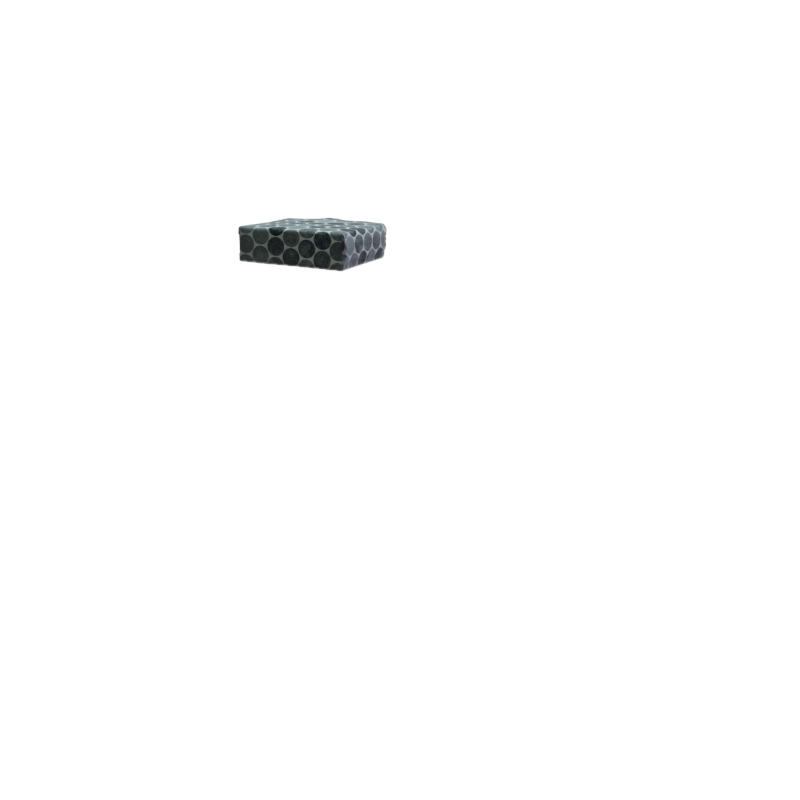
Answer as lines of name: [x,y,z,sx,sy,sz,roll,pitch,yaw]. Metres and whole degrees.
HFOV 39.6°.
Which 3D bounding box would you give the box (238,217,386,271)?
box: [-0.065,-0.119,0.832,0.093,0.029,0.072,7,15,26]
